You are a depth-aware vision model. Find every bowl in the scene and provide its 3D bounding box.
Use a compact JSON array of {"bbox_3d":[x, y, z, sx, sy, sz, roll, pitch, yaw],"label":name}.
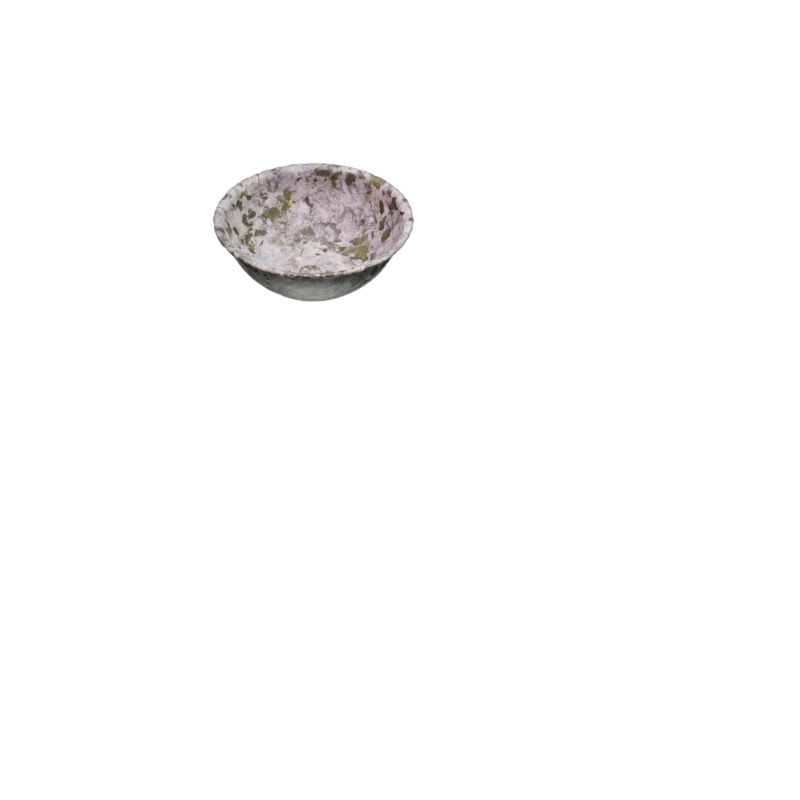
[{"bbox_3d":[-0.071,-0.130,0.910,0.162,0.051,0.174,-1,41,-2],"label":"bowl"}]
